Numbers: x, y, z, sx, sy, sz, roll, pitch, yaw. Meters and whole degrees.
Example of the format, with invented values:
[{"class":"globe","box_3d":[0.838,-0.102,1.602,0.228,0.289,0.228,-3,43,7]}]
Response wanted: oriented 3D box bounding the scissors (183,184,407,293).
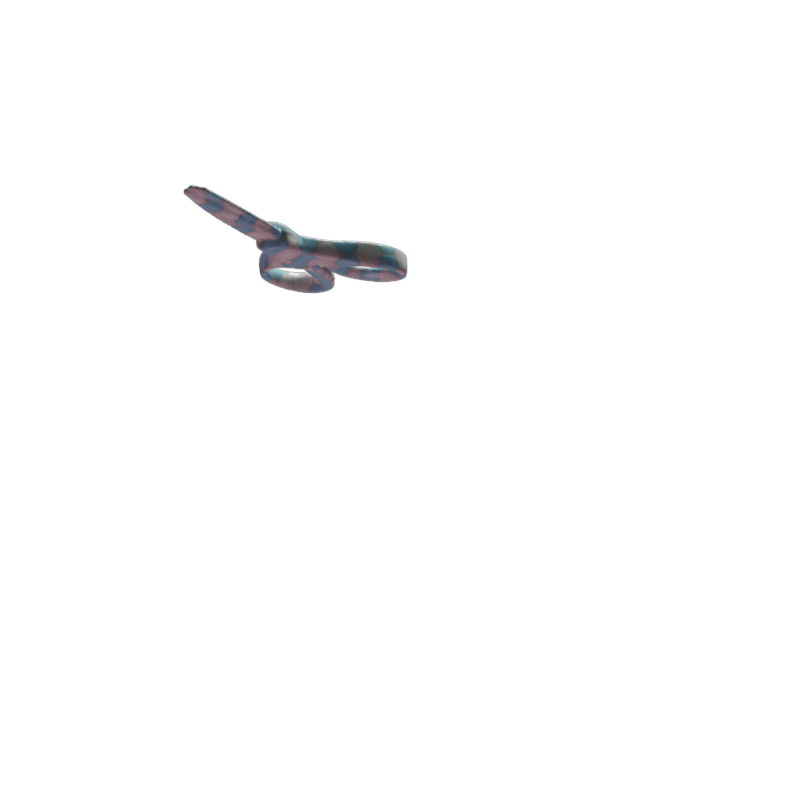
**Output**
[{"class":"scissors","box_3d":[-0.046,-0.084,0.591,0.097,0.016,0.195,0,-7,3]}]
